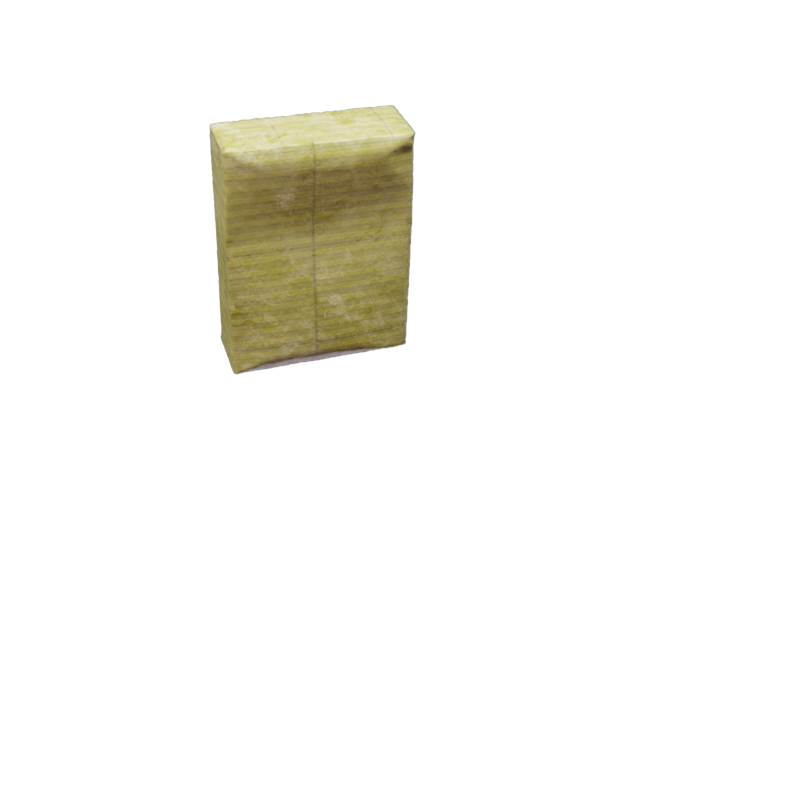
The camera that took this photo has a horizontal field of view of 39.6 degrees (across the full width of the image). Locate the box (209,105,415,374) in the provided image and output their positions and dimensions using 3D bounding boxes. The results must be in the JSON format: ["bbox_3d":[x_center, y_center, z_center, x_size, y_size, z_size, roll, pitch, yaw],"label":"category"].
[{"bbox_3d":[-0.075,-0.137,0.958,0.162,0.201,0.077,-8,33,-15],"label":"box"}]
